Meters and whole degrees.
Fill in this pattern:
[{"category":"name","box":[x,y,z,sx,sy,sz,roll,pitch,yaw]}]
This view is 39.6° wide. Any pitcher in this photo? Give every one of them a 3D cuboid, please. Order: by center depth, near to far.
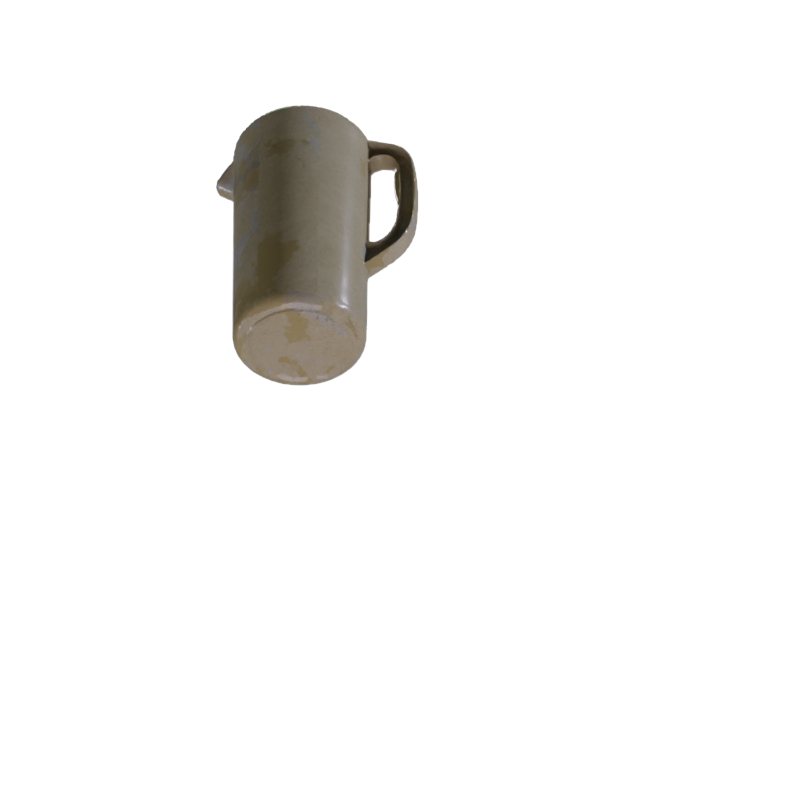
[{"category":"pitcher","box":[-0.076,-0.138,0.966,0.138,0.261,0.146,24,-49,-26]}]
